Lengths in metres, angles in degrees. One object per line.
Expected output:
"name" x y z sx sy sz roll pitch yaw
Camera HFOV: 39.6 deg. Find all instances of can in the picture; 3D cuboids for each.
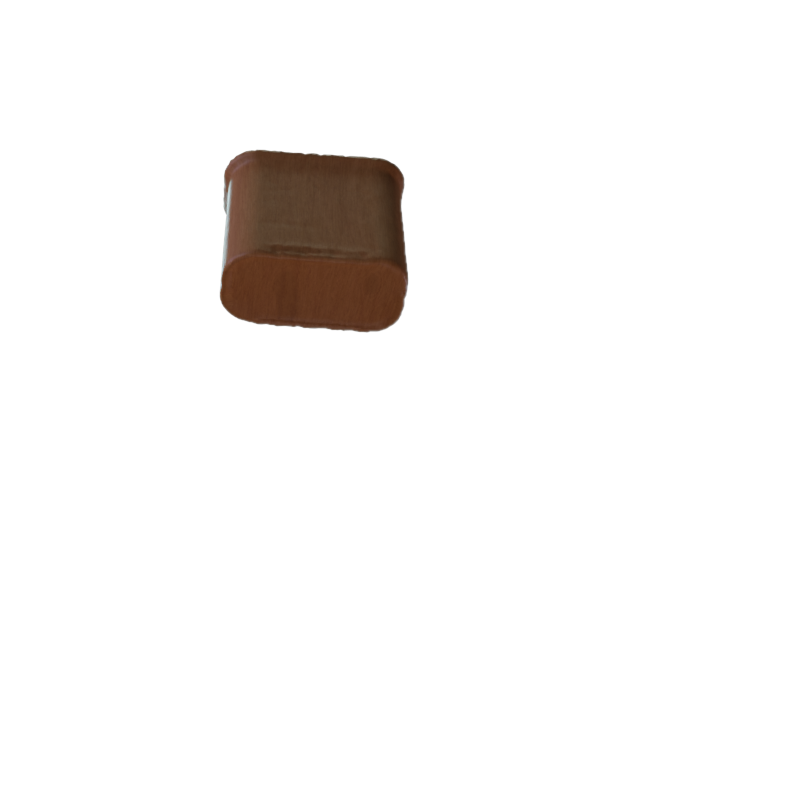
"can" -0.047 -0.086 0.600 0.101 0.090 0.054 3 -44 -5
